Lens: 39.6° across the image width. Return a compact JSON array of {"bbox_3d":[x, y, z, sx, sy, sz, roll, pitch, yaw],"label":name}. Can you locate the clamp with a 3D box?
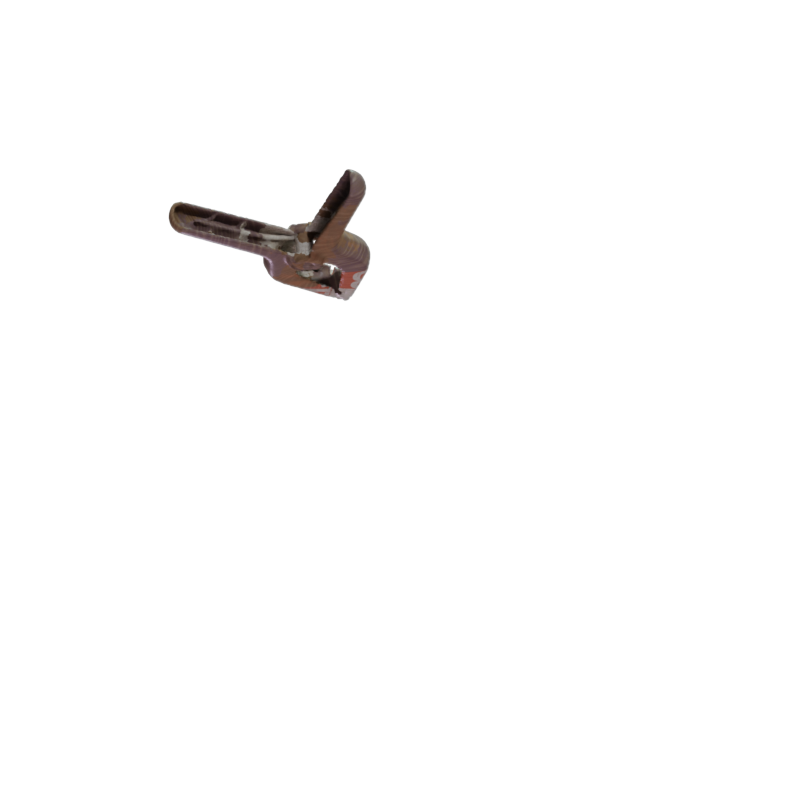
[{"bbox_3d":[-0.074,-0.134,0.942,0.168,0.038,0.196,-8,-19,24],"label":"clamp"}]
